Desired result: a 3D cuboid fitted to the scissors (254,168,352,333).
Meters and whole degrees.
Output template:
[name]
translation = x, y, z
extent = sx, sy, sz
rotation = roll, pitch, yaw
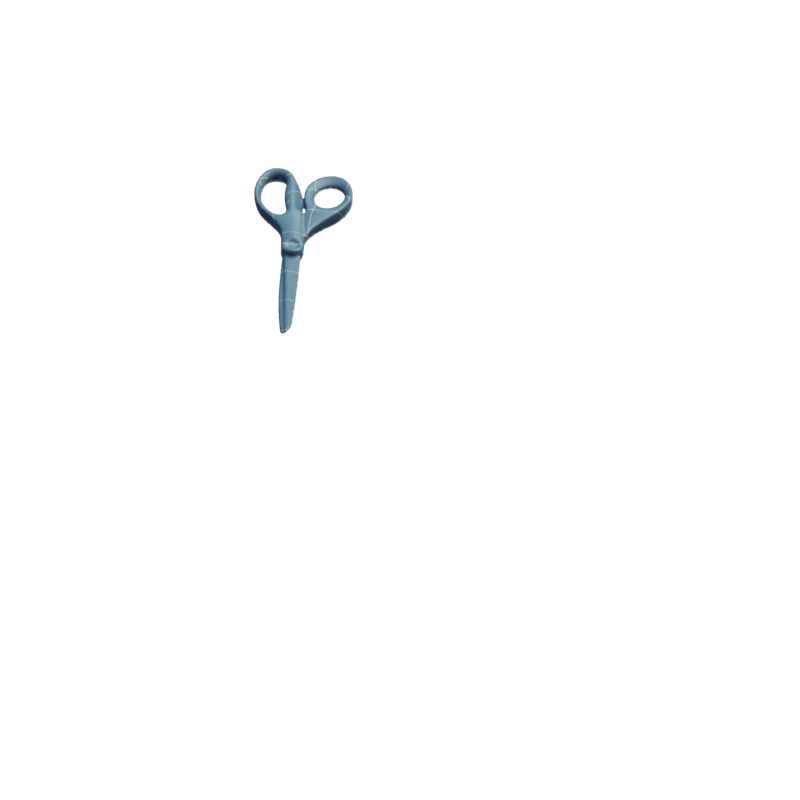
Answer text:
[scissors]
translation = -0.073, -0.134, 0.937
extent = 0.095, 0.015, 0.218
rotation = -10, 46, -10
